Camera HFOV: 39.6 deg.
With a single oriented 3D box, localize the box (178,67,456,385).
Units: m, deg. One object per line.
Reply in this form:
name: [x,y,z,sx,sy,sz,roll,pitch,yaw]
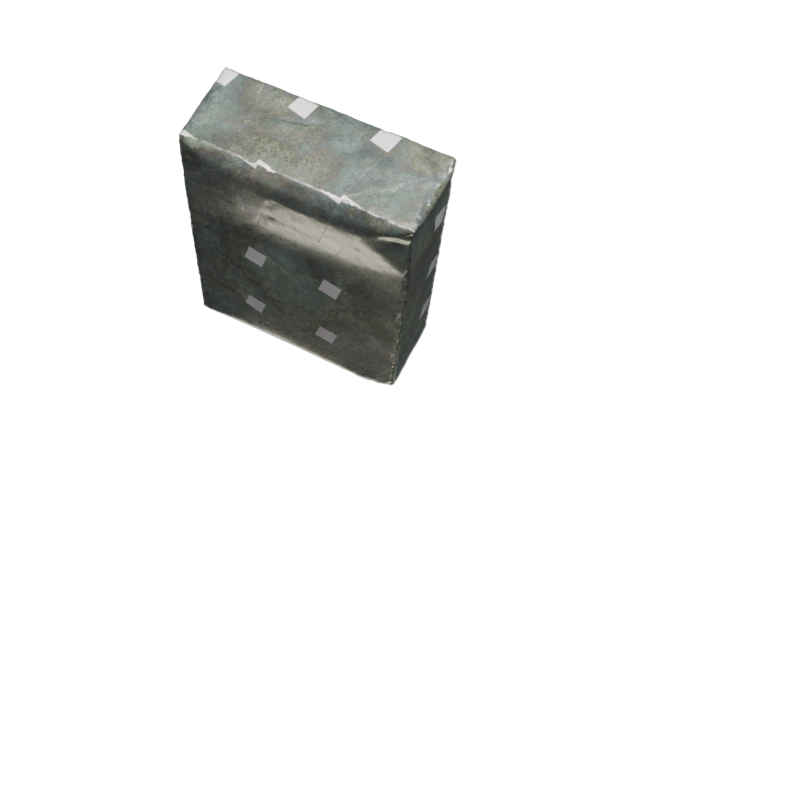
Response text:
box: [-0.060,-0.109,0.762,0.169,0.074,0.201,25,-26,10]
